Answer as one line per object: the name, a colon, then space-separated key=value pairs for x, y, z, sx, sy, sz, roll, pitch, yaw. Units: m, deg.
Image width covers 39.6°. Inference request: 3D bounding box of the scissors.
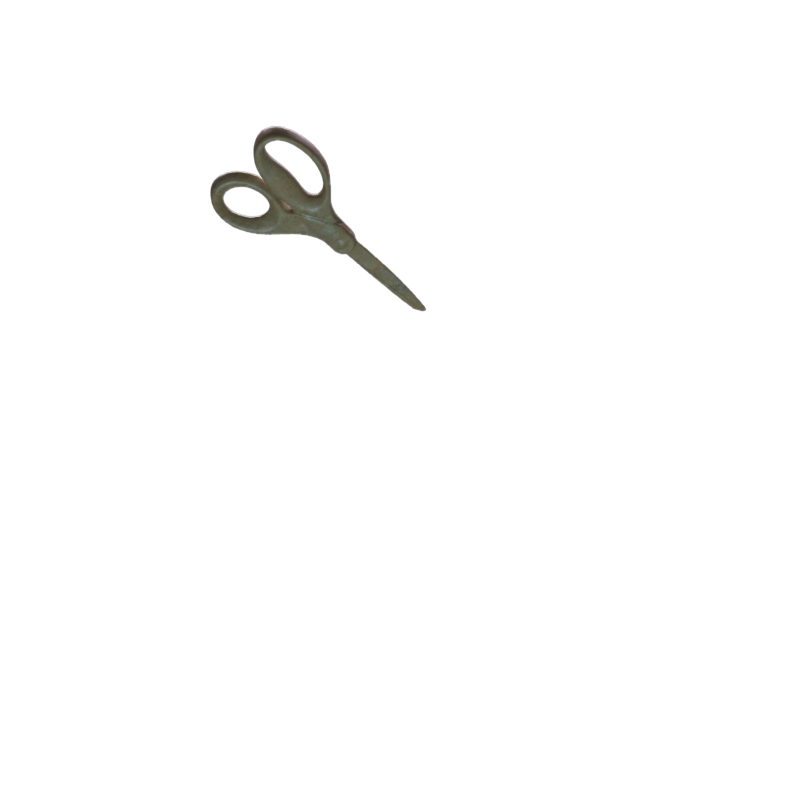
scissors: x=-0.063 y=-0.116 z=0.811 sx=0.097 sy=0.017 sz=0.186 roll=-19 pitch=-49 yaw=17
